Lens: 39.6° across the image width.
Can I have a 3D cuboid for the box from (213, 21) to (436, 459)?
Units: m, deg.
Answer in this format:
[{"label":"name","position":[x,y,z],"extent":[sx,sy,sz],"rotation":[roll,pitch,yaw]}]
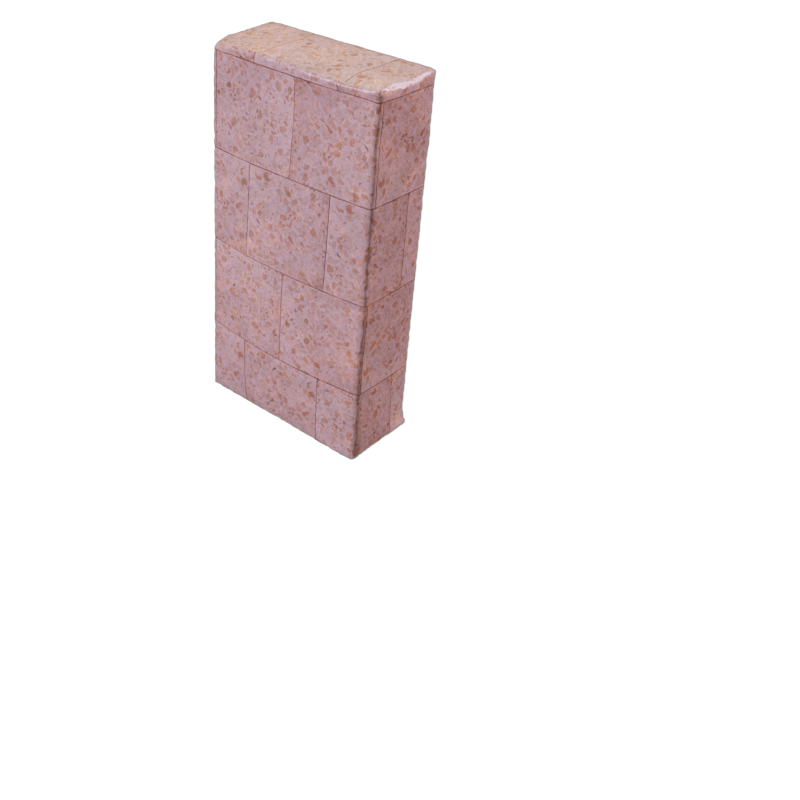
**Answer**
[{"label":"box","position":[-0.039,-0.070,0.494],"extent":[0.099,0.166,0.048],"rotation":[25,38,33]}]
